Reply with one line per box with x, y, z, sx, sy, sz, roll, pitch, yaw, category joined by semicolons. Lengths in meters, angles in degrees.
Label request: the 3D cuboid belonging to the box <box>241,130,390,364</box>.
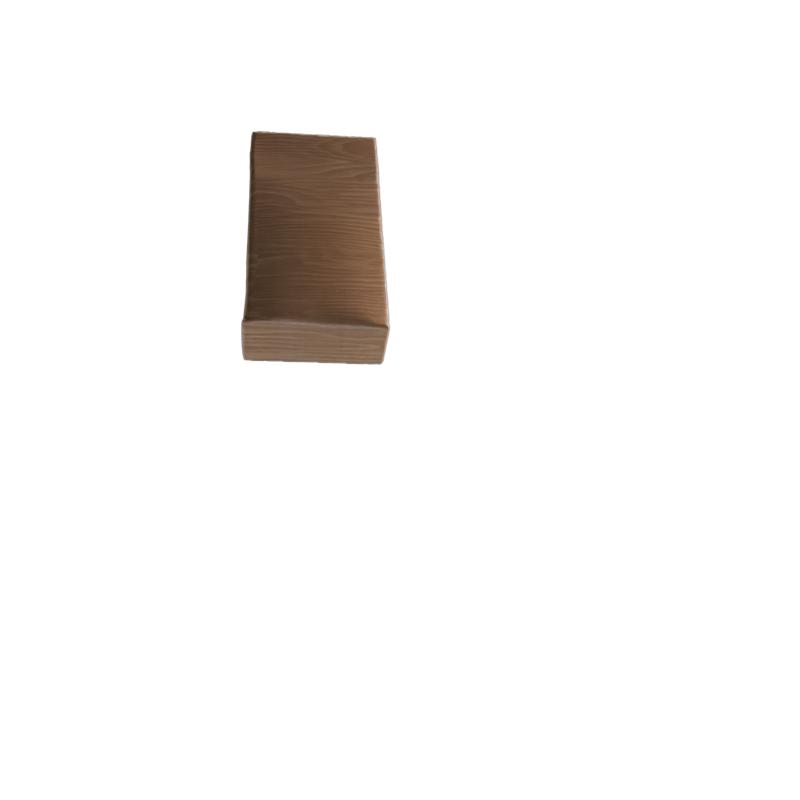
-0.059;-0.107;0.752;0.093;0.189;0.045;1;-41;-5;box
